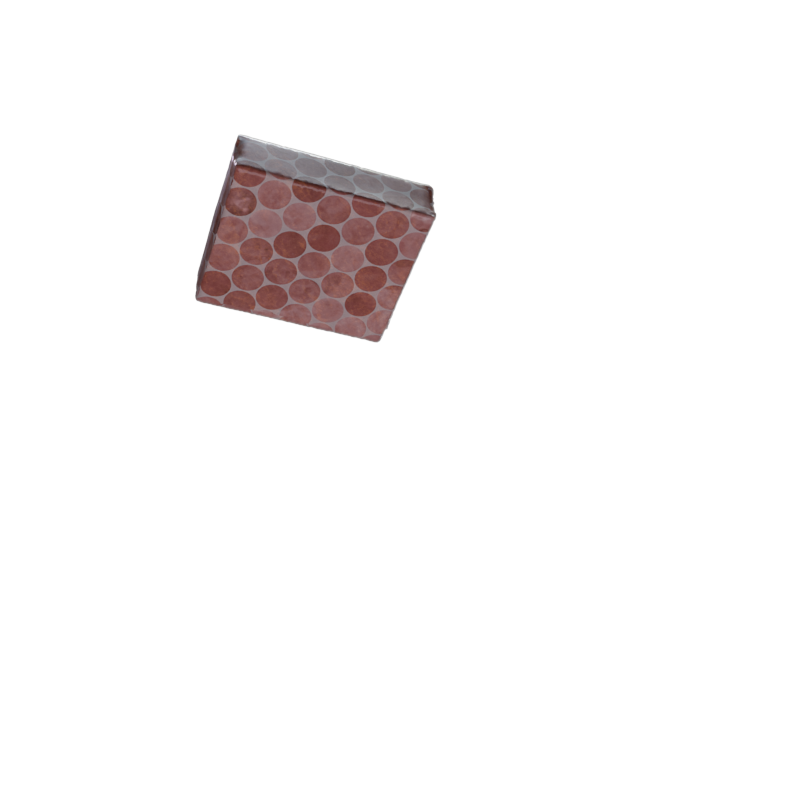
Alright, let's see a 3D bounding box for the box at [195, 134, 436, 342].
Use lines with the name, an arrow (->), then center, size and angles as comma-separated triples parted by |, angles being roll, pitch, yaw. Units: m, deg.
box -> -0.038, -0.069, 0.484 | 0.088, 0.070, 0.032 | 13, 37, -11
